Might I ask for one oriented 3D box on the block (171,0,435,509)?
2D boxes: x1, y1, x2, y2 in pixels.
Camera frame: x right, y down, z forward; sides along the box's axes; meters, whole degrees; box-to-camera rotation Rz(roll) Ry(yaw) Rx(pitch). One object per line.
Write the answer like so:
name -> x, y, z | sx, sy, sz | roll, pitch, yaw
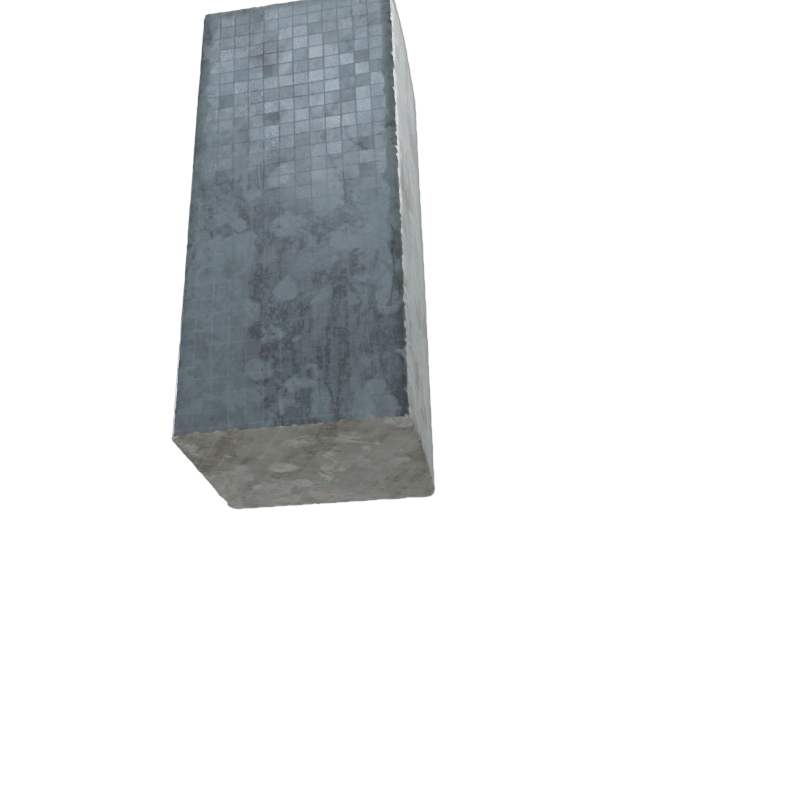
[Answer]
block -> -0.038, -0.069, 0.485 | 0.091, 0.219, 0.084 | -6, -29, 8
